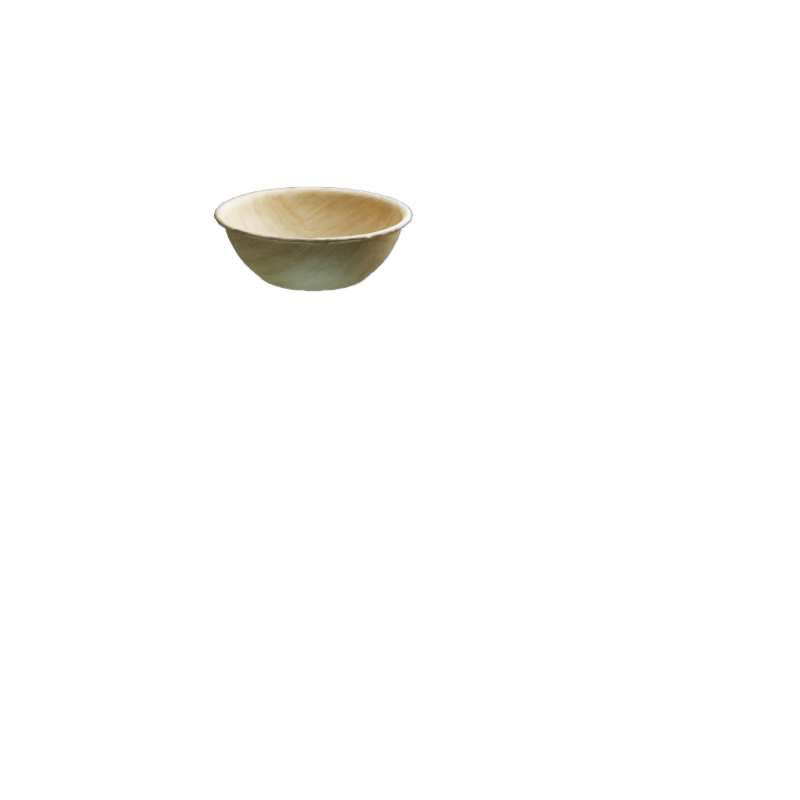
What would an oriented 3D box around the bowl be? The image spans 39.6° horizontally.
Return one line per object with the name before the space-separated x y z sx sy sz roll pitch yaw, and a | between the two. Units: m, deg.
bowl | -0.071 -0.130 0.910 0.162 0.052 0.170 -1 24 -2
